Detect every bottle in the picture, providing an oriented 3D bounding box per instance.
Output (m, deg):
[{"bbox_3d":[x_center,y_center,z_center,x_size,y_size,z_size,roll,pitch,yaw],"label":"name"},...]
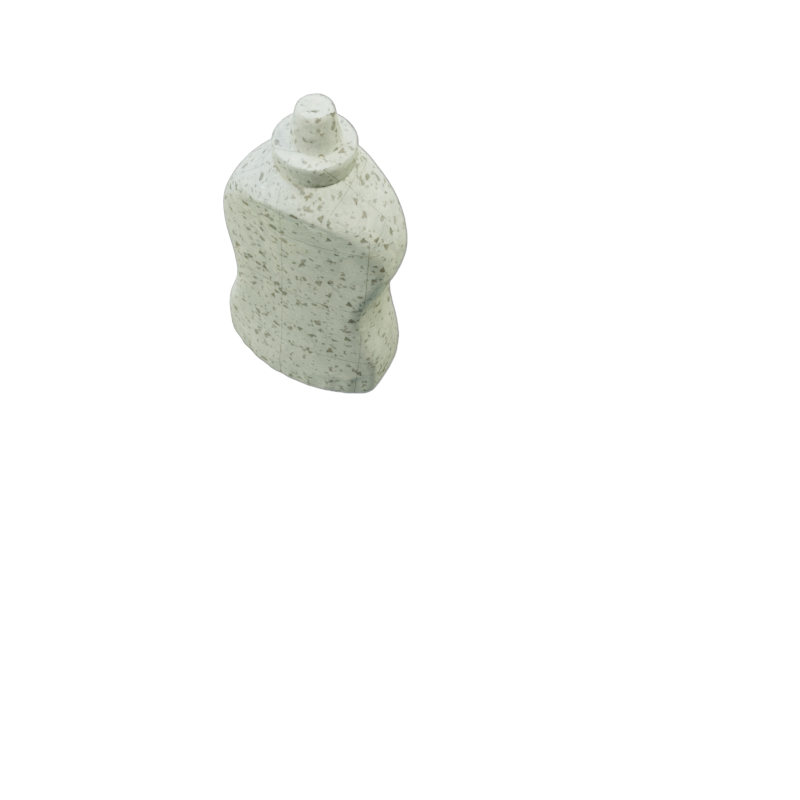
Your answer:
[{"bbox_3d":[-0.044,-0.082,0.571,0.100,0.060,0.179,28,-31,15],"label":"bottle"}]
